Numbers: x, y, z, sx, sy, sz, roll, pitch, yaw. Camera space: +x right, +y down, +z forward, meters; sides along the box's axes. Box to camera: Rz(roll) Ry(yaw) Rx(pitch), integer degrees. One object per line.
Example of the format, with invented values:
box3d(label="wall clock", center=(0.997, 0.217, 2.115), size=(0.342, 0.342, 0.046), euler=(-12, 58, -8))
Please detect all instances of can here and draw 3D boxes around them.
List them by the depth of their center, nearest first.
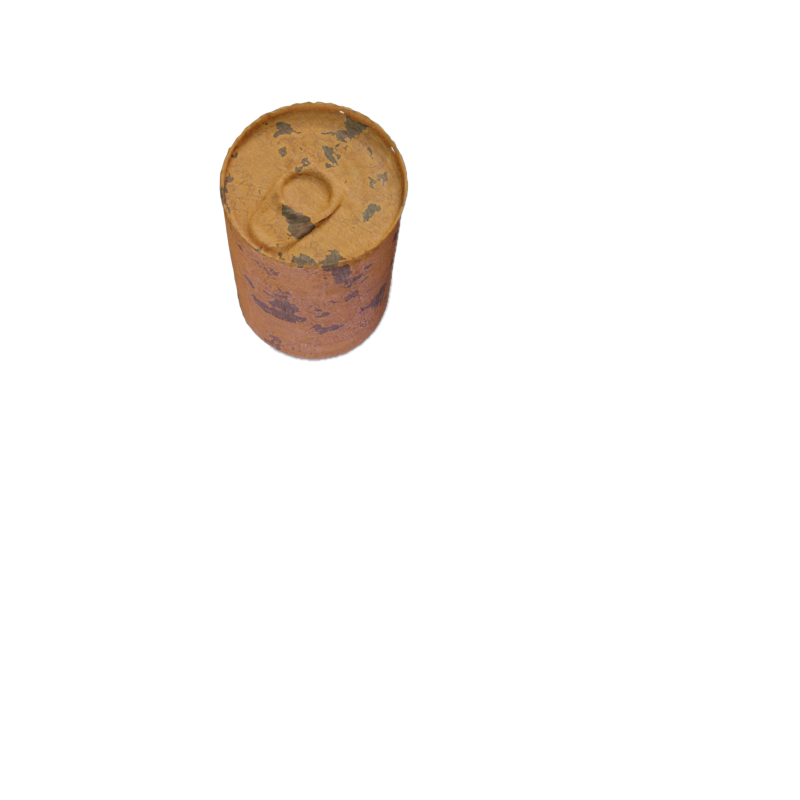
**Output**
box3d(label="can", center=(-0.035, -0.063, 0.443), size=(0.068, 0.072, 0.097), euler=(0, -21, -3))
